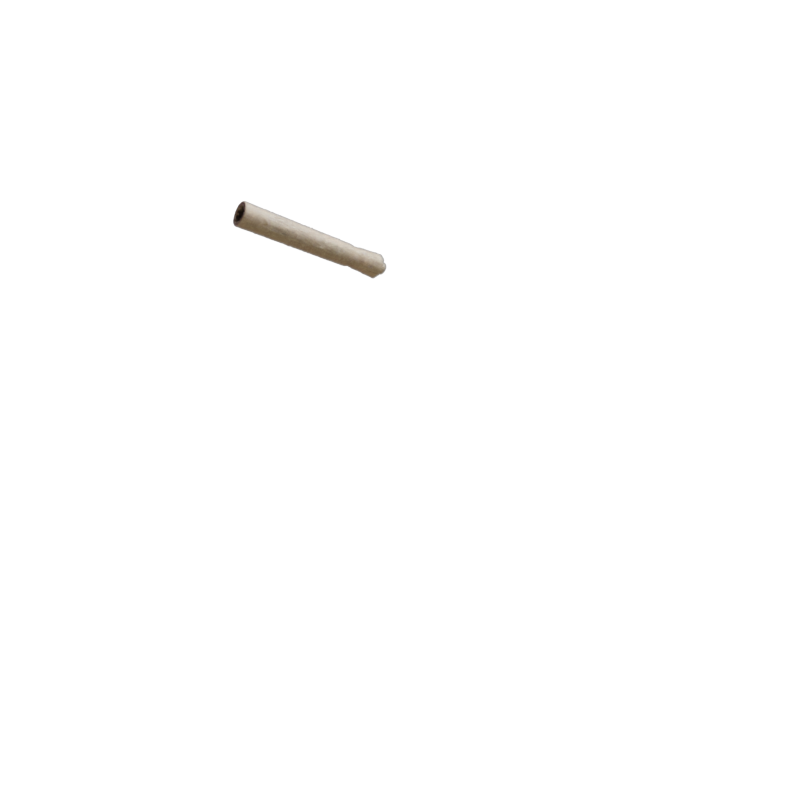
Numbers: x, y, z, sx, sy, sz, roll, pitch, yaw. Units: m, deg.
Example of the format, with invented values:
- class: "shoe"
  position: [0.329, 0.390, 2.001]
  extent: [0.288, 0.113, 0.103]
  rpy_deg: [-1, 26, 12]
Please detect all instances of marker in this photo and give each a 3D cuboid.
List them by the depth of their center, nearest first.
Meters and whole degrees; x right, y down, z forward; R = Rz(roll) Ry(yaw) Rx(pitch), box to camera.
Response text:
- class: "marker"
  position: [-0.062, -0.113, 0.792]
  extent: [0.115, 0.020, 0.020]
  rpy_deg: [18, -5, -25]
